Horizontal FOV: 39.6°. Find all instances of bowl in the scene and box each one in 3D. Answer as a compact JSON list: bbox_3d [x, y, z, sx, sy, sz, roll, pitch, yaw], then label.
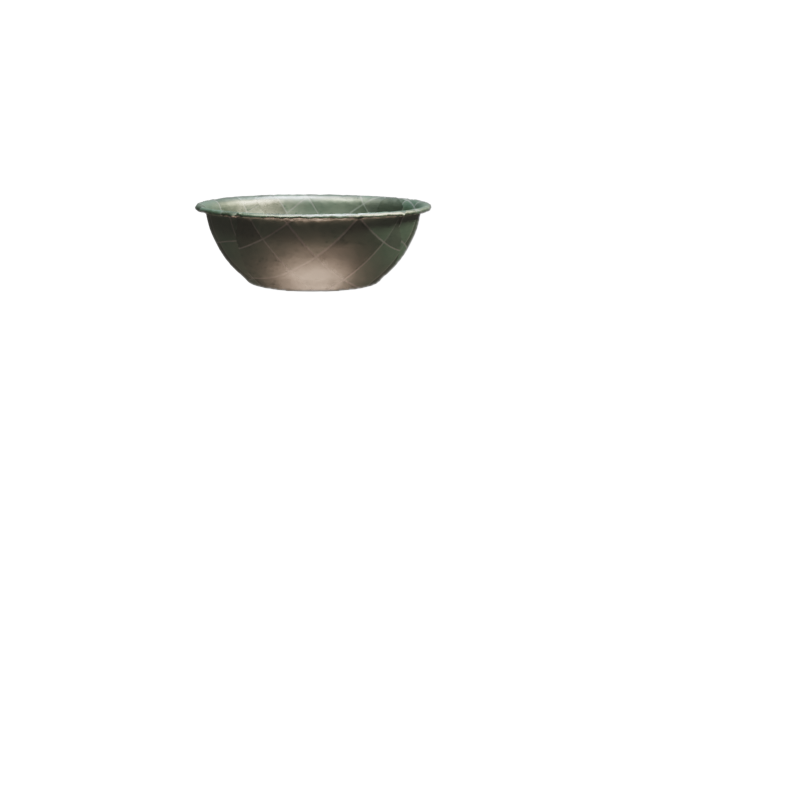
[{"bbox_3d":[-0.060,-0.109,0.764,0.162,0.054,0.167,0,15,-2],"label":"bowl"}]
